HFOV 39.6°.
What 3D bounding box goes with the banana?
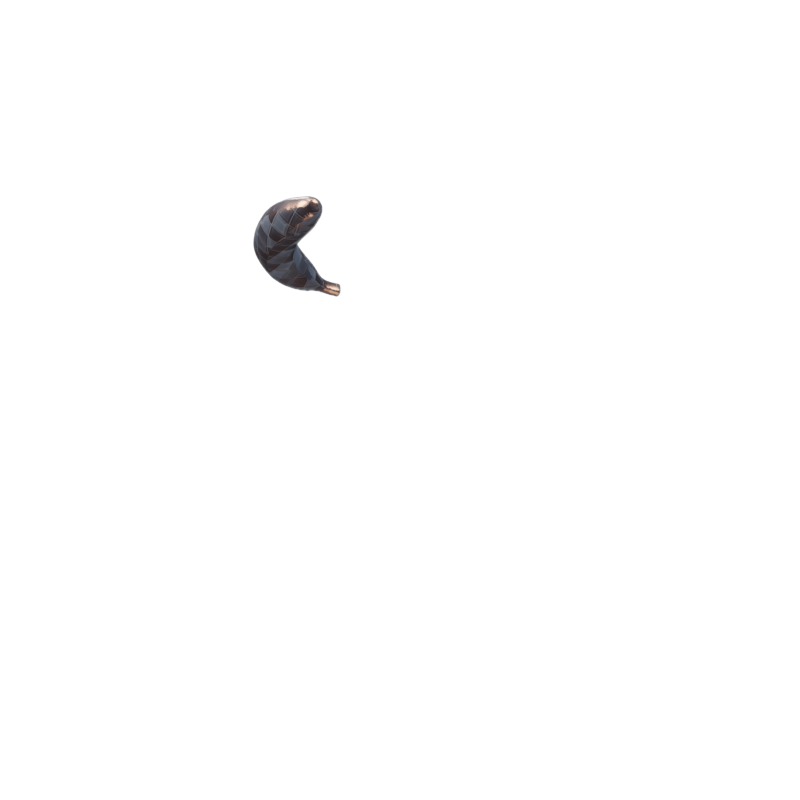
[{"bbox_3d":[-0.092,-0.134,0.952,0.070,0.038,0.189,-1,-13,2],"label":"banana"}]
